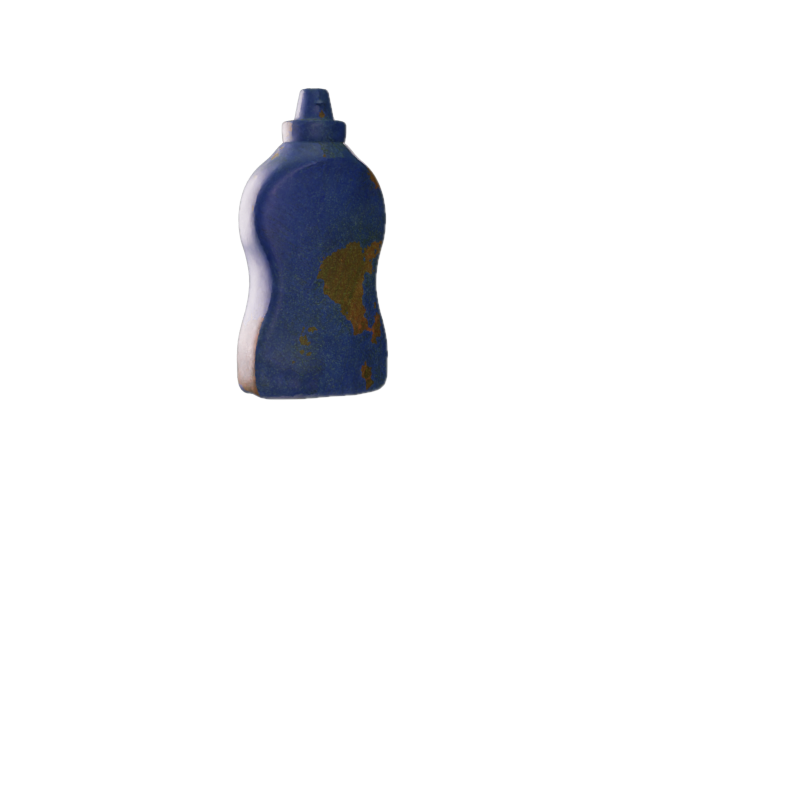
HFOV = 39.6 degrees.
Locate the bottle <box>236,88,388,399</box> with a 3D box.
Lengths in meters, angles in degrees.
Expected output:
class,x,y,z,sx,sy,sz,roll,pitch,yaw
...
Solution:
class,x,y,z,sx,sy,sz,roll,pitch,yaw
bottle,-0.055,-0.100,0.700,0.093,0.191,0.060,-1,2,-27
